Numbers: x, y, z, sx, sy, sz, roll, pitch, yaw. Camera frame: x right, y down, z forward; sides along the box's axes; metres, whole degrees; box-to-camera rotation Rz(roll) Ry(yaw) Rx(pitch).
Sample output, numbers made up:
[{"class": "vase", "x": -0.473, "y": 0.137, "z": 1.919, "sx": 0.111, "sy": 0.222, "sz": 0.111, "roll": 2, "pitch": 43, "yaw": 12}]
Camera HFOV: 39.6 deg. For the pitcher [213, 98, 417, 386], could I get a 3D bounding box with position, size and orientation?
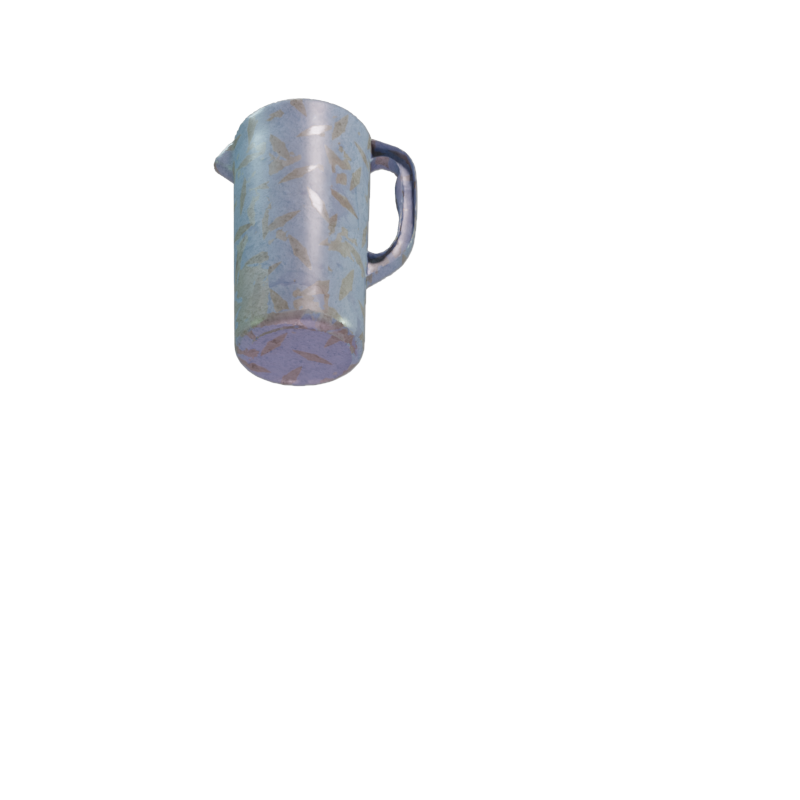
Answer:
[{"class": "pitcher", "x": -0.077, "y": -0.140, "z": 0.981, "sx": 0.148, "sy": 0.260, "sz": 0.136, "roll": -31, "pitch": -44, "yaw": 34}]
